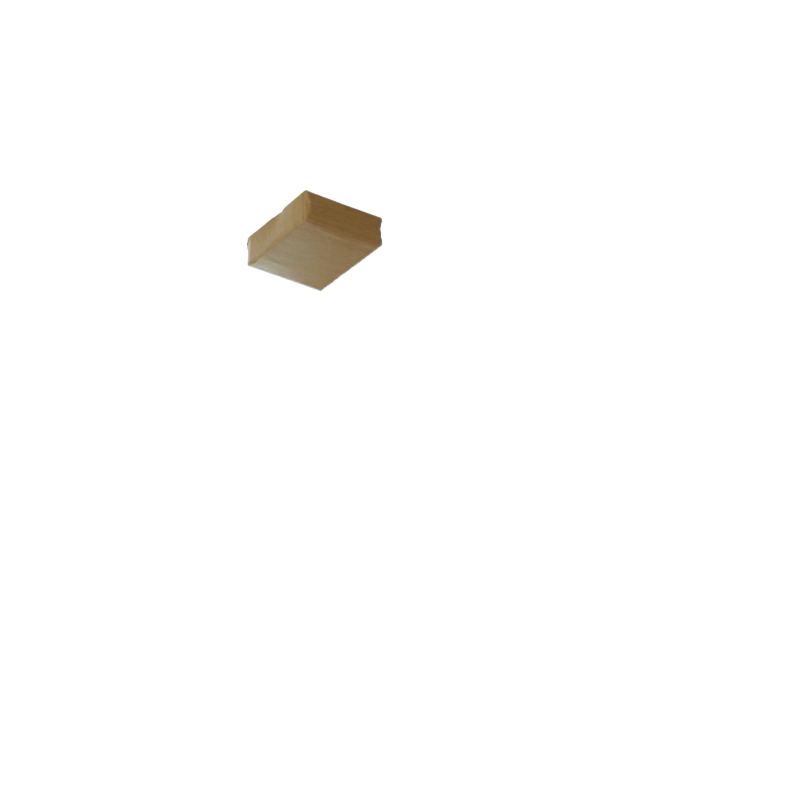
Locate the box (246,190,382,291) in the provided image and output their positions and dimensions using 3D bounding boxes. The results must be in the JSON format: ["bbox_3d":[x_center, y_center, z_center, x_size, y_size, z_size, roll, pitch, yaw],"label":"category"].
[{"bbox_3d":[-0.069,-0.126,0.882,0.069,0.032,0.089,17,-31,-32],"label":"box"}]
